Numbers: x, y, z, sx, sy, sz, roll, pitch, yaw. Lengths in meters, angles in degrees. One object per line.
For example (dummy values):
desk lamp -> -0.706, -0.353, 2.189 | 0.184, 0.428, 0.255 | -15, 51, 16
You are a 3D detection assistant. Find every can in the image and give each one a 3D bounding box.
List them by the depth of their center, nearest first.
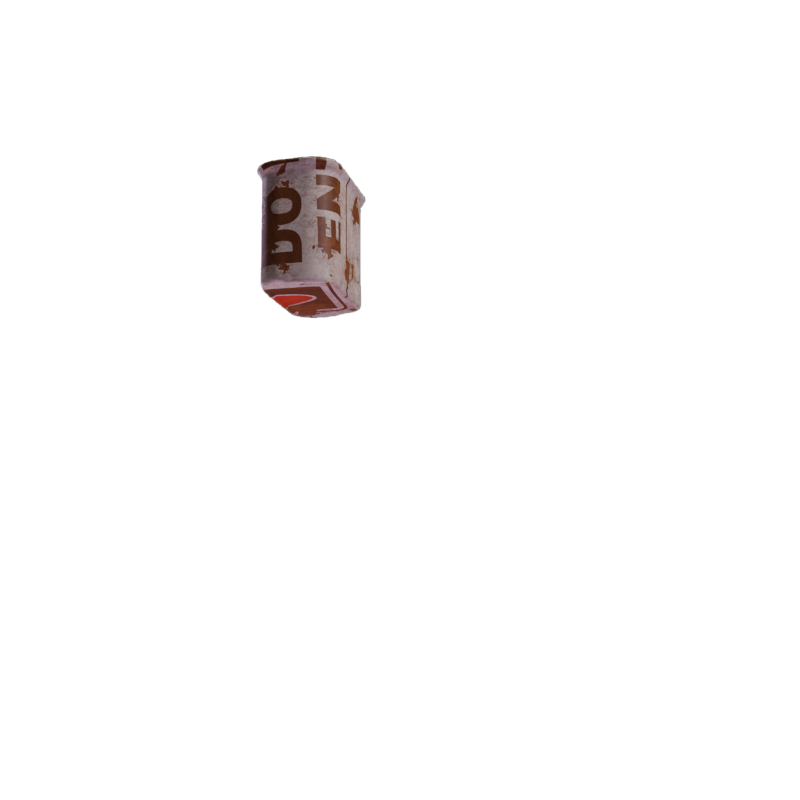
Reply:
can -> -0.059, -0.107, 0.752 | 0.058, 0.087, 0.097 | -4, -13, 13
